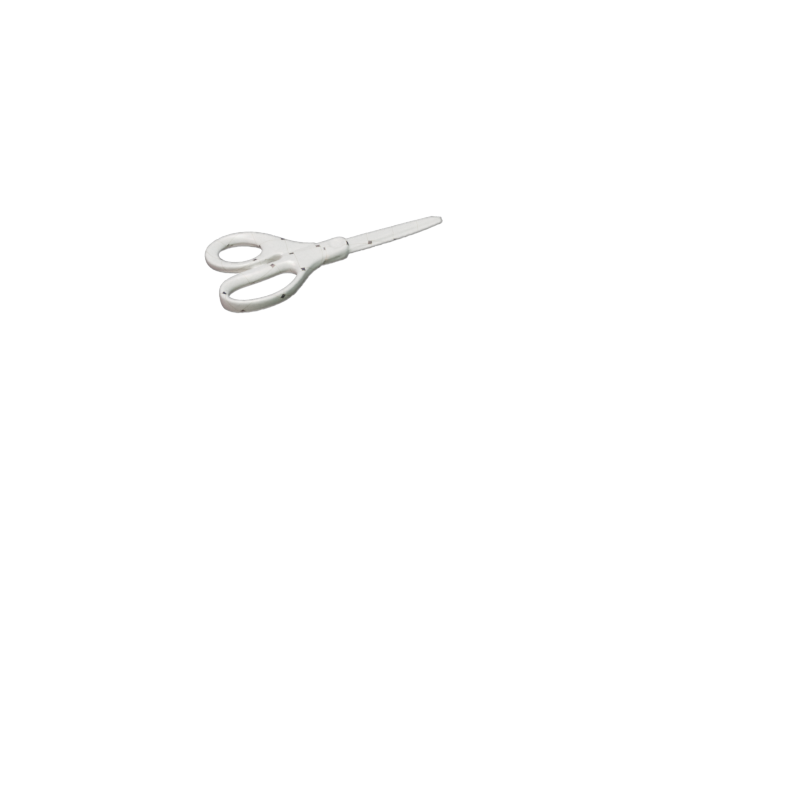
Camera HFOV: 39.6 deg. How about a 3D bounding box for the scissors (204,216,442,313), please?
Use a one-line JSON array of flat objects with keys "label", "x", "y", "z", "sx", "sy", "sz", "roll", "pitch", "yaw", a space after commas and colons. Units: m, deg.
[{"label": "scissors", "x": -0.070, "y": -0.127, "z": 0.891, "sx": 0.202, "sy": 0.015, "sz": 0.103, "roll": -32, "pitch": 51, "yaw": -31}]
